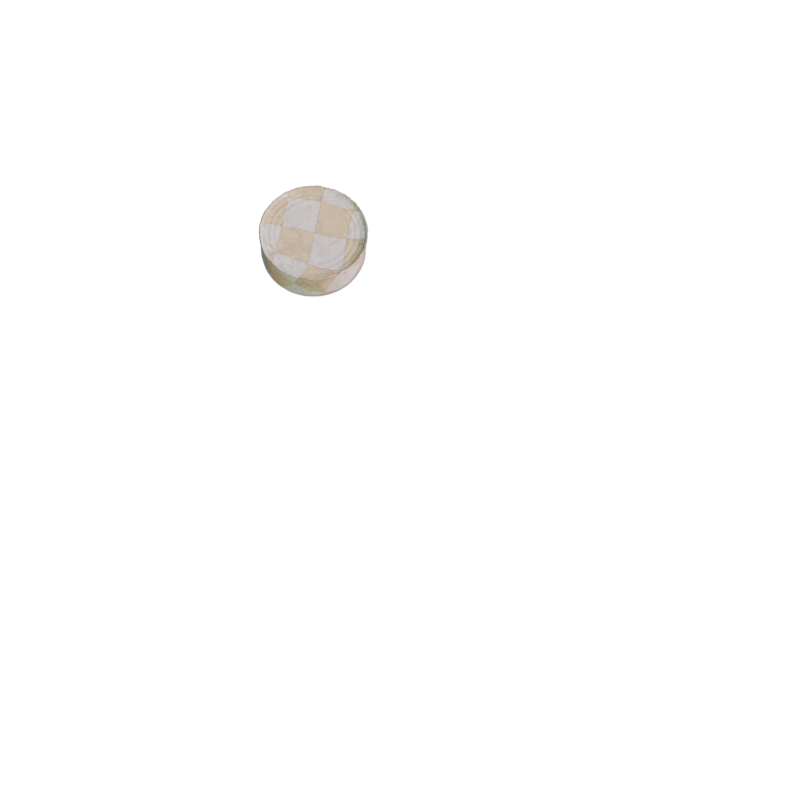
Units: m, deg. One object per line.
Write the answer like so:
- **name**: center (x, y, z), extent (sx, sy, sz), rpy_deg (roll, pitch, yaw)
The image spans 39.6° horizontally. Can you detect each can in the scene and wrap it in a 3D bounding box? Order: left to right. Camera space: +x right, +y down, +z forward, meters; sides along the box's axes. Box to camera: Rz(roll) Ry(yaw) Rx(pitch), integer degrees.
- **can**: center (-0.069, -0.126, 0.882), extent (0.086, 0.091, 0.032), rpy_deg (-1, -28, -1)
